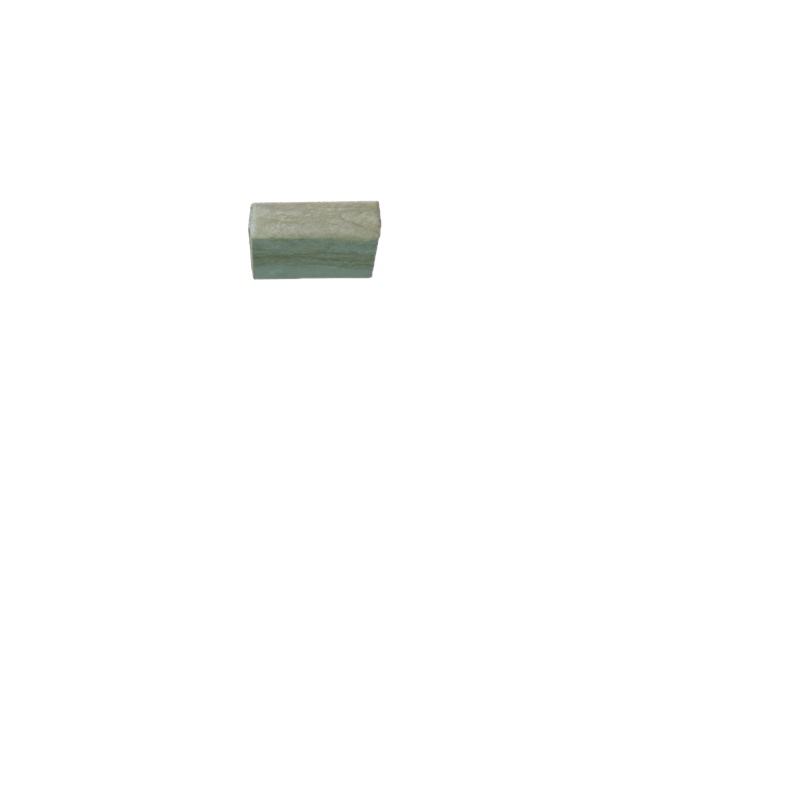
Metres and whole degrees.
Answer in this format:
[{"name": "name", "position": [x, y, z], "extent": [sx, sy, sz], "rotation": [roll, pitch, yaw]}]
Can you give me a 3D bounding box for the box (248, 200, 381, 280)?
[{"name": "box", "position": [-0.077, -0.140, 0.978], "extent": [0.113, 0.041, 0.086], "rotation": [1, -19, -4]}]
